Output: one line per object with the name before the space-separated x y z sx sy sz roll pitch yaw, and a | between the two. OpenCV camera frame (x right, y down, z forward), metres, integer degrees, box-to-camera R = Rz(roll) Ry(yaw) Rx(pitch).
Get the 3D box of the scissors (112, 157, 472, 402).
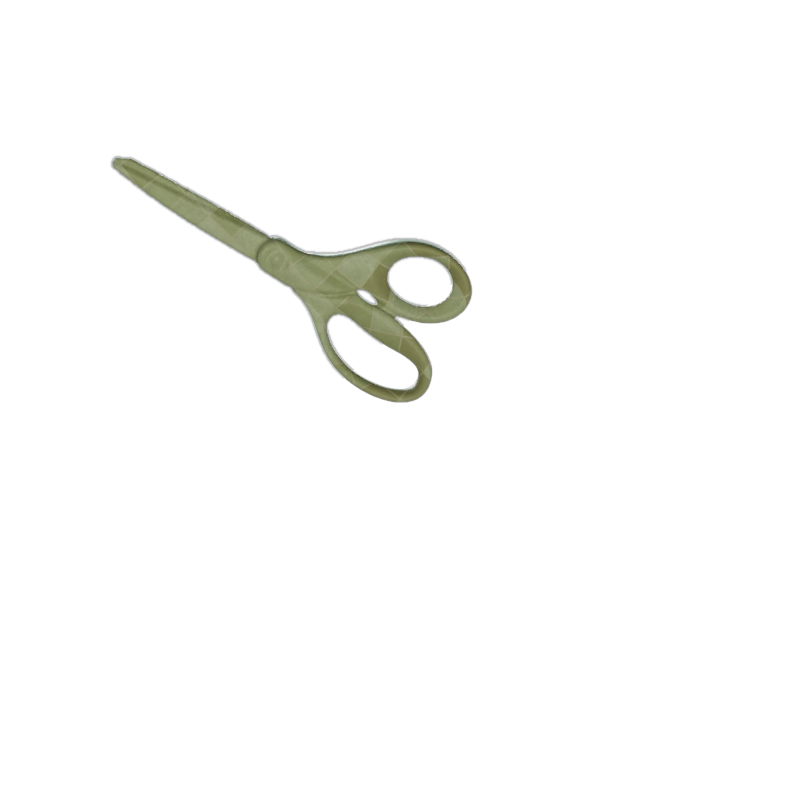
scissors | -0.045 -0.082 0.575 0.096 0.196 0.016 -42 10 10
